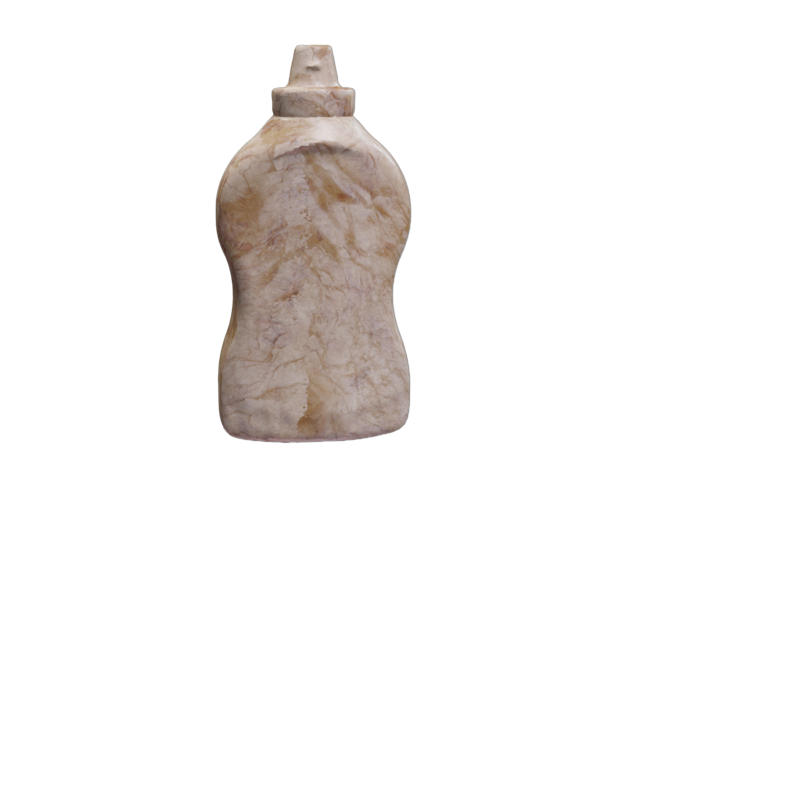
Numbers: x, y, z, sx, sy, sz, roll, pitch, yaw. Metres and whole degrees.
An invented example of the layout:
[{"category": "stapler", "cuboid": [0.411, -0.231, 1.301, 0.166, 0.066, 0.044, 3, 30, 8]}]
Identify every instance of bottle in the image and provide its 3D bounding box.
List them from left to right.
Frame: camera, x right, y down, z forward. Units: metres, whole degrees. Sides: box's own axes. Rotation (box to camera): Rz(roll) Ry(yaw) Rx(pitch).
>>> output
[{"category": "bottle", "cuboid": [-0.043, -0.078, 0.548, 0.095, 0.187, 0.060, -1, 10, -7]}]
